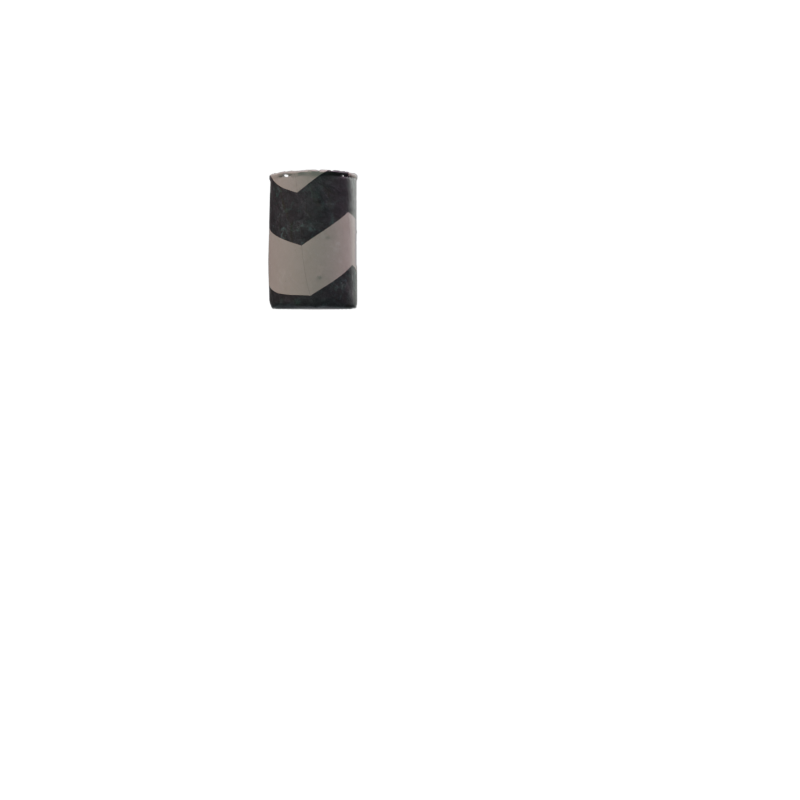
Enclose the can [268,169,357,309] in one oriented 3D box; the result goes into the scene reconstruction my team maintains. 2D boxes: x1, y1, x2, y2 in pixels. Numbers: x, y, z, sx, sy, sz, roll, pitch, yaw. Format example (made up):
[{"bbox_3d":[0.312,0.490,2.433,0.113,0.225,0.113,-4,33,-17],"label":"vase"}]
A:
[{"bbox_3d":[-0.066,-0.121,0.846,0.068,0.103,0.068,0,-2,-2],"label":"can"}]
